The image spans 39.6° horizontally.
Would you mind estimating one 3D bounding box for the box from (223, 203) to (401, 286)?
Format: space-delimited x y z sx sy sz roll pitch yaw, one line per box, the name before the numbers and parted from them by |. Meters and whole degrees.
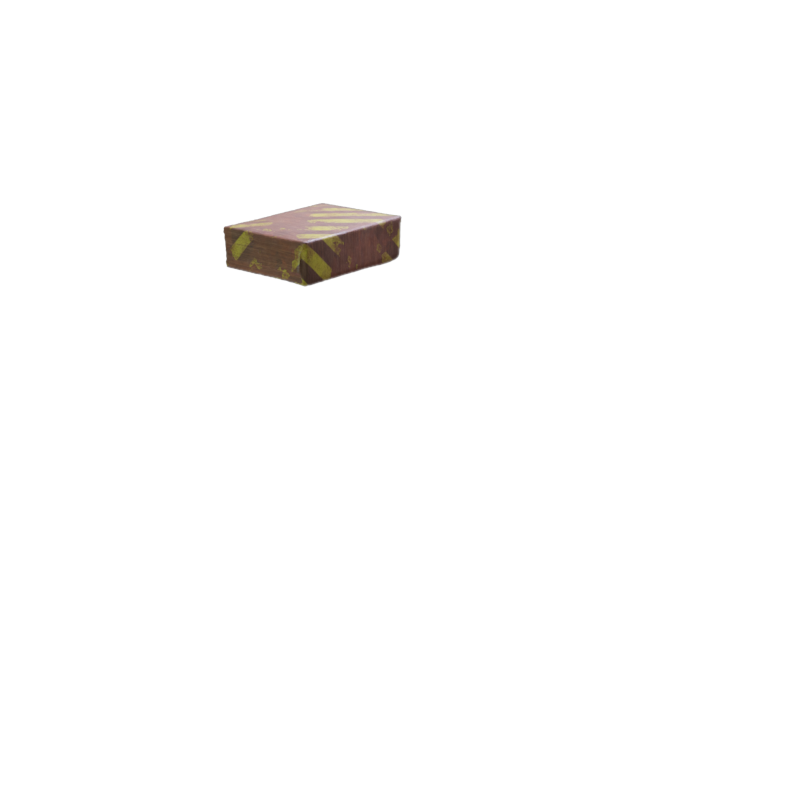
box | -0.068 -0.124 0.870 0.095 0.037 0.111 17 26 40
